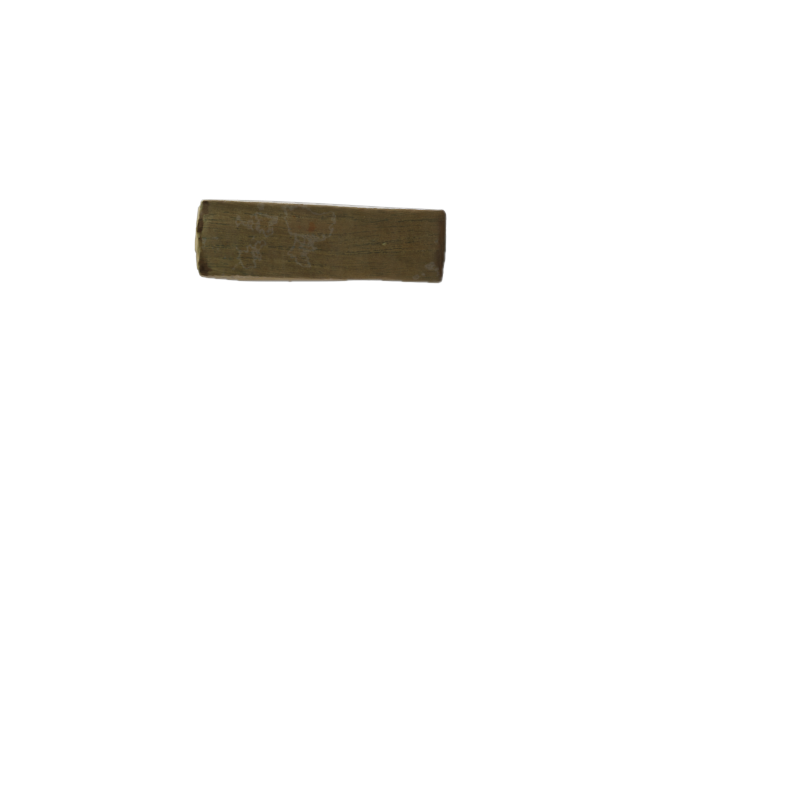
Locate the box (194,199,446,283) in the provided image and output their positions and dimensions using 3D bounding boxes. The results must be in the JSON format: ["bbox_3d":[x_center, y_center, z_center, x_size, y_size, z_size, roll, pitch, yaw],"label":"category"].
[{"bbox_3d":[-0.042,-0.076,0.533,0.112,0.039,0.091,-1,6,-9],"label":"box"}]
